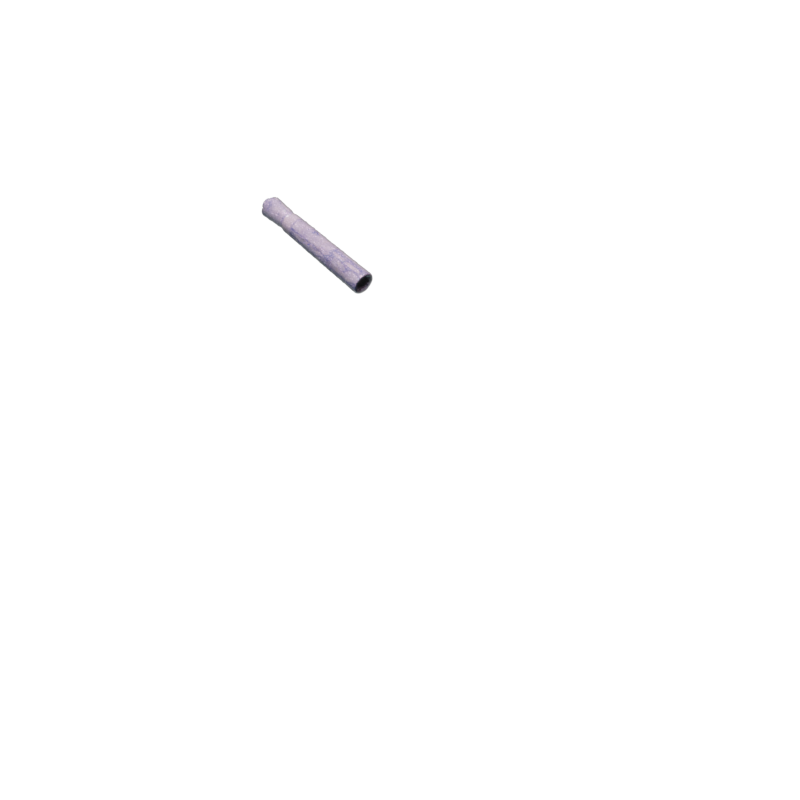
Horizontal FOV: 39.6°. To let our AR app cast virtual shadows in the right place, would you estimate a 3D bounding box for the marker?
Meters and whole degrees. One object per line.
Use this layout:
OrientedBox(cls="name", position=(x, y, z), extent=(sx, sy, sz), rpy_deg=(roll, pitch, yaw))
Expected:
OrientedBox(cls="marker", position=(-0.068, -0.124, 0.871), extent=(0.019, 0.019, 0.130), rpy_deg=(-3, 37, -48))
